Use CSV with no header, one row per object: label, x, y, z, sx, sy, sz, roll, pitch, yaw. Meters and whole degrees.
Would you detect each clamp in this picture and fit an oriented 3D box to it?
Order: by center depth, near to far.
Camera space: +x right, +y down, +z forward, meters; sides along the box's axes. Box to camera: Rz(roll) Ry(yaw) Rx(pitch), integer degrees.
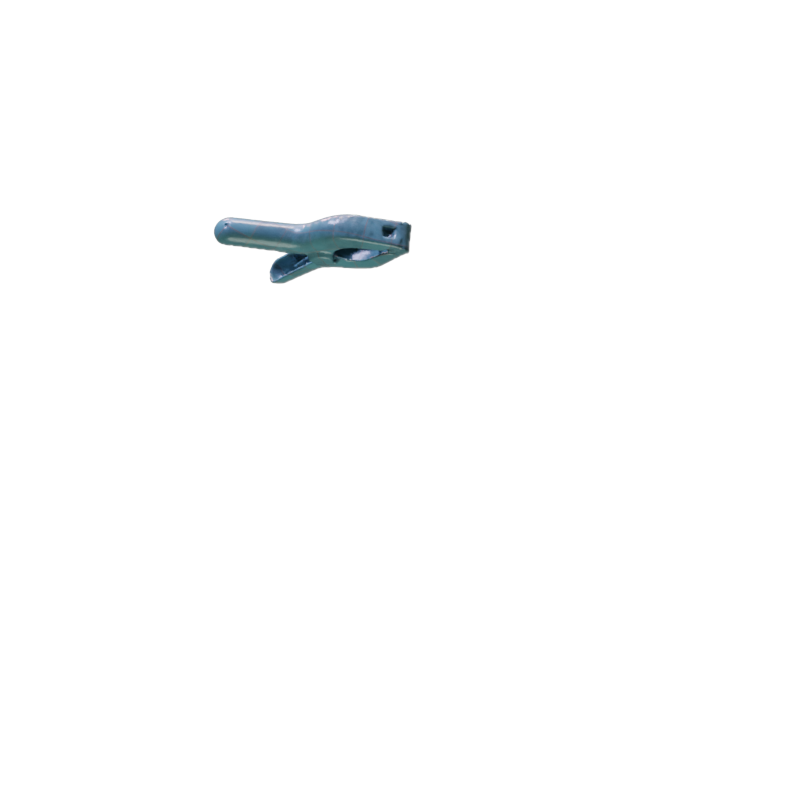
clamp,-0.077,-0.141,0.988,0.175,0.041,0.113,-7,-14,32
